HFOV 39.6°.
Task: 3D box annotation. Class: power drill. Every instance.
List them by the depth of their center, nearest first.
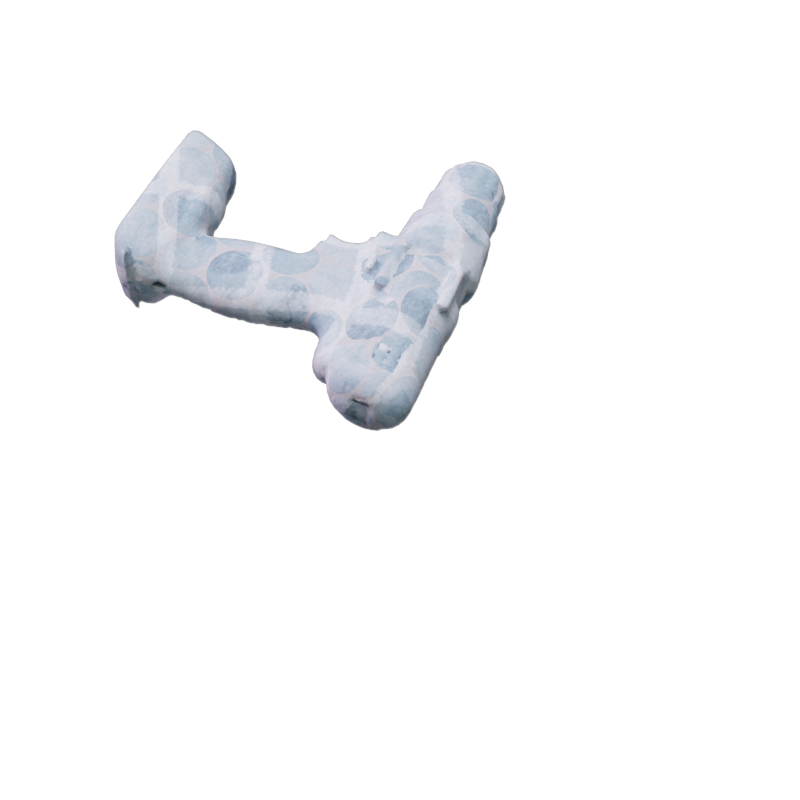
[{"bbox_3d":[-0.048,-0.088,0.618,0.193,0.192,0.053,18,-37,14],"label":"power drill"}]
